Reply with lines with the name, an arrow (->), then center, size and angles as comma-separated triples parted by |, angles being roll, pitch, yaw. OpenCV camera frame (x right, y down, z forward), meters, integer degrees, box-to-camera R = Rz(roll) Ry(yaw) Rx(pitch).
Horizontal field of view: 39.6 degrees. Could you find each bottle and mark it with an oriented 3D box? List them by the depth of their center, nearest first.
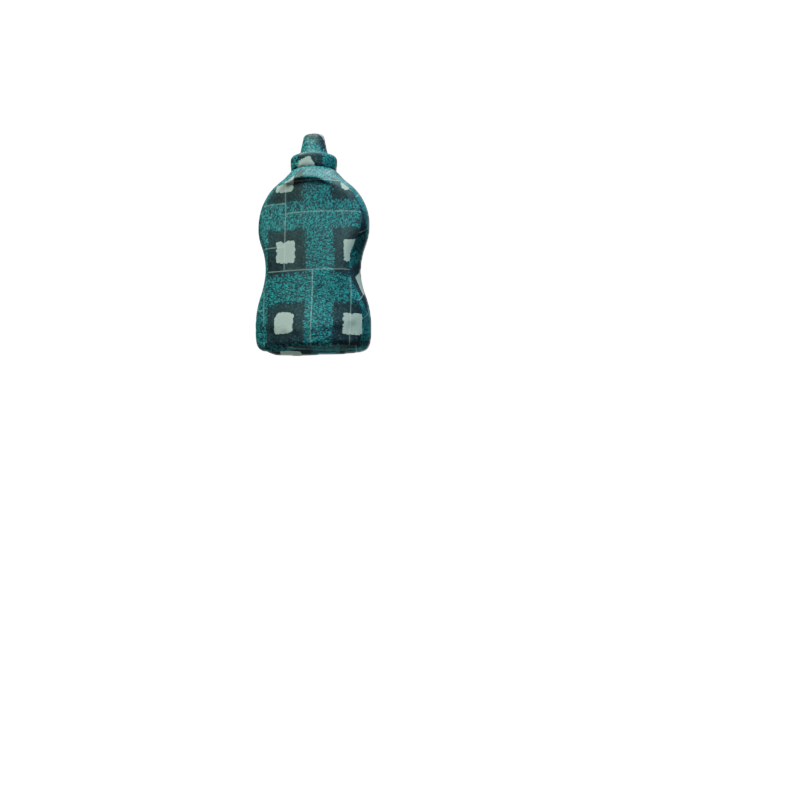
bottle -> -0.075, -0.137, 0.957 | 0.098, 0.197, 0.055 | -4, -12, 17
